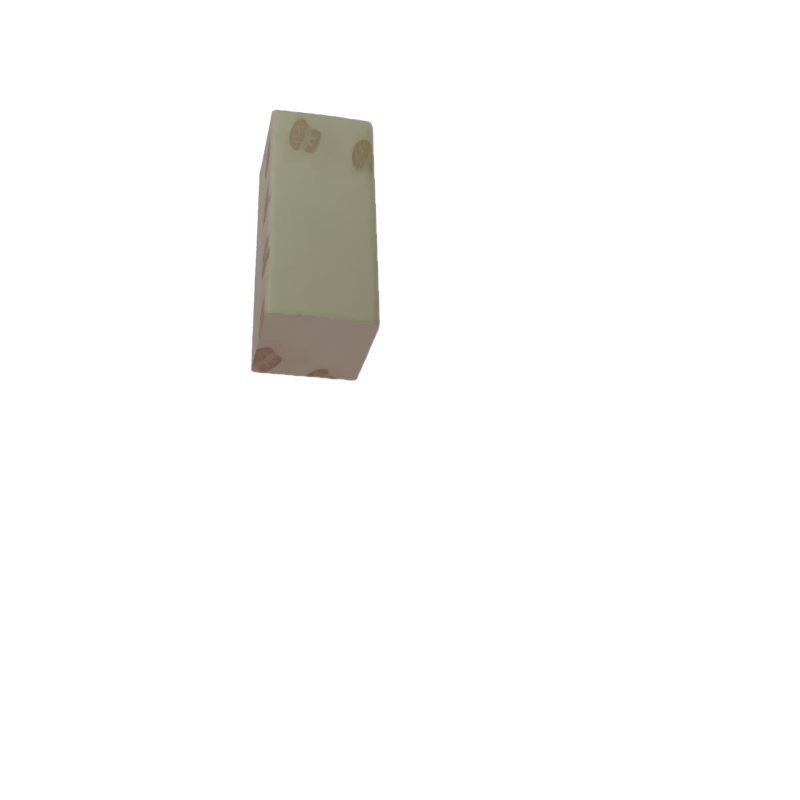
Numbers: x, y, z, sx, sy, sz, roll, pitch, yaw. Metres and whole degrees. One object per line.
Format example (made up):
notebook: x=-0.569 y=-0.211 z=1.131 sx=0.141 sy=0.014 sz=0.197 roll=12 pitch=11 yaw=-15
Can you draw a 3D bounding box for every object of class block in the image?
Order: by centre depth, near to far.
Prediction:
block: x=-0.071 y=-0.131 z=0.920 sx=0.089 sy=0.220 sz=0.086 roll=5 pitch=-34 yaw=-11
